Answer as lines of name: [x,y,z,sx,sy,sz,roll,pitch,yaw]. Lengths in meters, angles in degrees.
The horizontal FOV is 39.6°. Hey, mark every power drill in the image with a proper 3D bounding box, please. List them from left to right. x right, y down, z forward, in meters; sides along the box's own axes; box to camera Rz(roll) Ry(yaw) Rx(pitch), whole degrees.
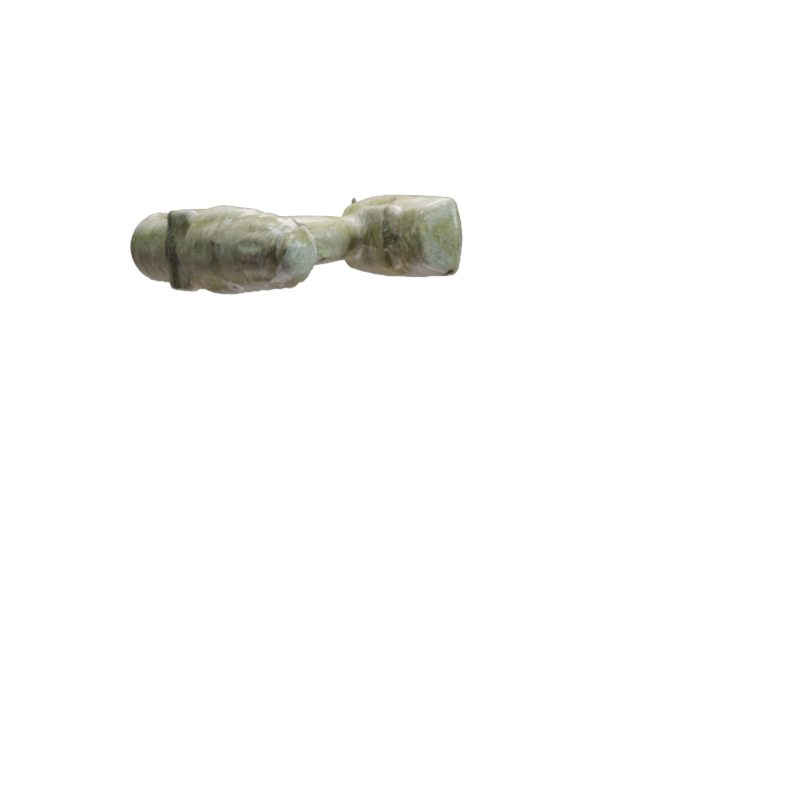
power drill: [-0.055,-0.100,0.699,0.182,0.056,0.193,-7,13,-35]
